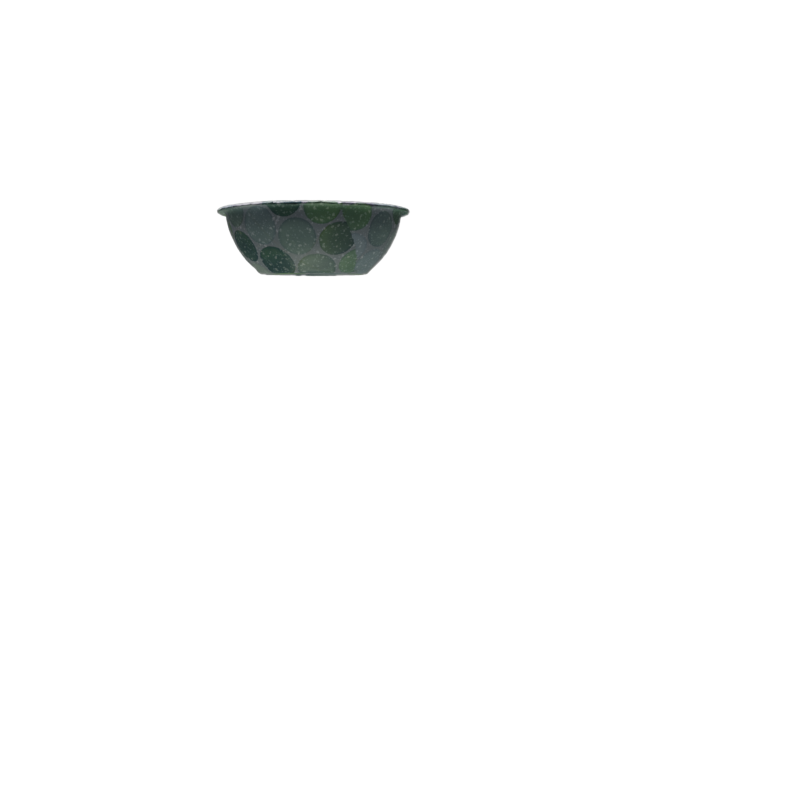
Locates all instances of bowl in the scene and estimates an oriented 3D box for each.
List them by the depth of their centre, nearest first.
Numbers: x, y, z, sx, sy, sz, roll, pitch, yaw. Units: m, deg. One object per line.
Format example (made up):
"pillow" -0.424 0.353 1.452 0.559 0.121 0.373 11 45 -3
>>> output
"bowl" -0.073 -0.133 0.929 0.162 0.055 0.162 0 4 -2
